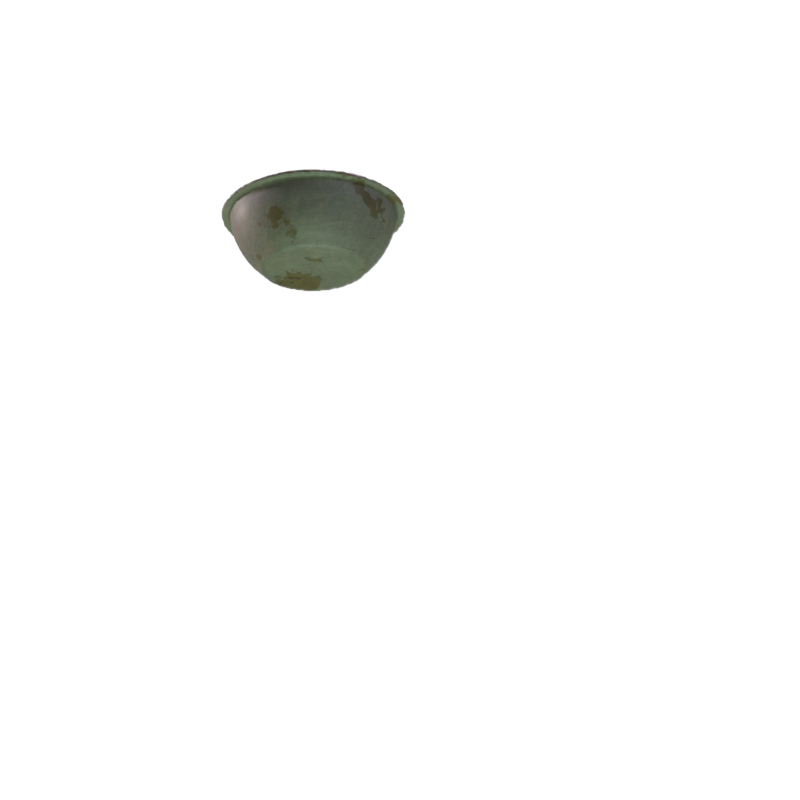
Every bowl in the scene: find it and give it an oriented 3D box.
[{"bbox_3d":[-0.076,-0.138,0.968,0.162,0.058,0.154,1,-21,-2],"label":"bowl"}]
